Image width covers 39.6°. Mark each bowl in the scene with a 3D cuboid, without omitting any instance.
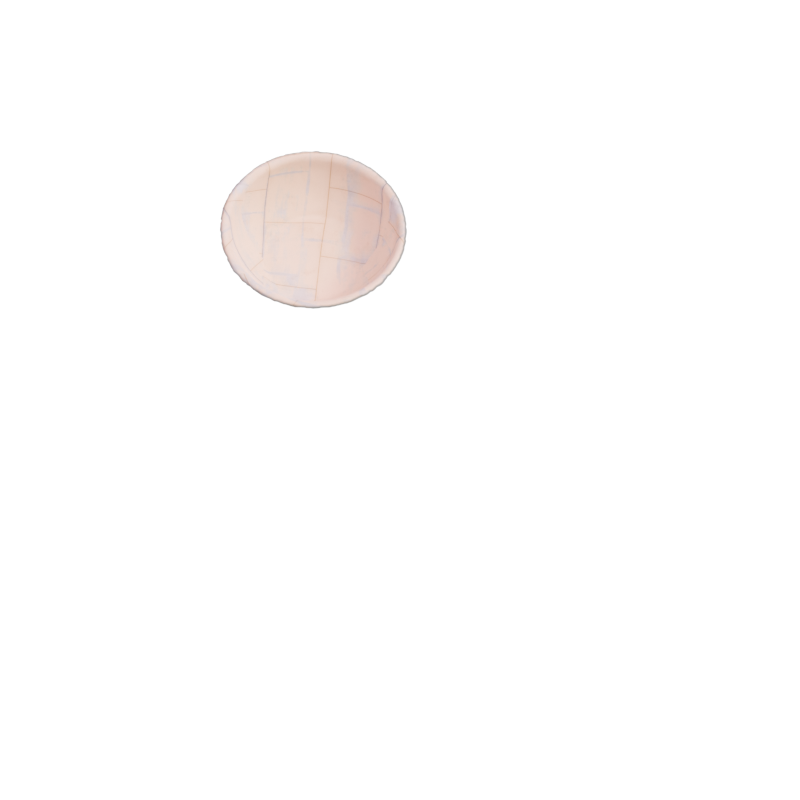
[{"bbox_3d":[-0.077,-0.140,0.979,0.162,0.173,0.052,-1,-30,-1],"label":"bowl"}]
